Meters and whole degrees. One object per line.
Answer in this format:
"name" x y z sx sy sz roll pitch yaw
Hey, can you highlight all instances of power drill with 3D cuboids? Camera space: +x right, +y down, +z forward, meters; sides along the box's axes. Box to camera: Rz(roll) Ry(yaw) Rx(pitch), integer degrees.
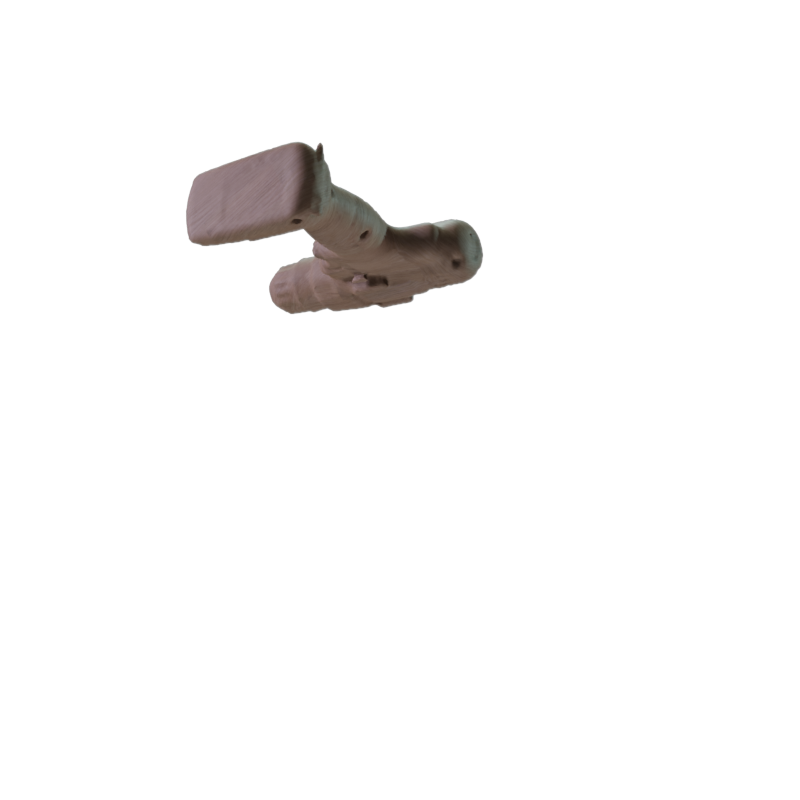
"power drill" -0.062 -0.112 0.786 0.188 0.060 0.176 -11 -19 34
